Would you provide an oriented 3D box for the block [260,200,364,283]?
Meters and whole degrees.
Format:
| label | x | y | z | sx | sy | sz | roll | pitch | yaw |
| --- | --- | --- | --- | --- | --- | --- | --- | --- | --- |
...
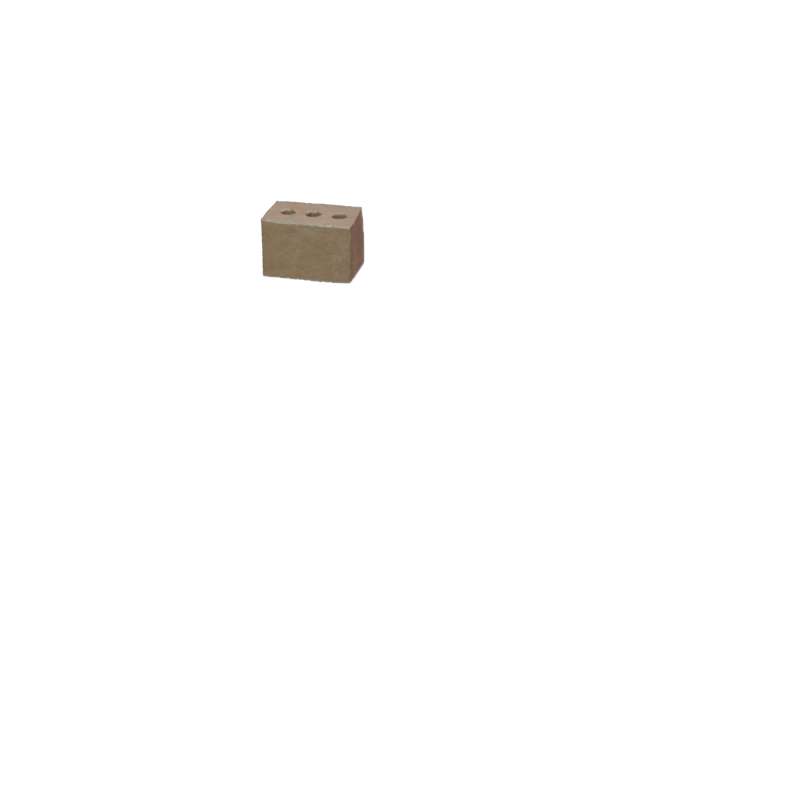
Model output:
| label | x | y | z | sx | sy | sz | roll | pitch | yaw |
| --- | --- | --- | --- | --- | --- | --- | --- | --- | --- |
| block | -0.073 | -0.132 | 0.926 | 0.079 | 0.049 | 0.054 | 6 | 24 | 11 |
